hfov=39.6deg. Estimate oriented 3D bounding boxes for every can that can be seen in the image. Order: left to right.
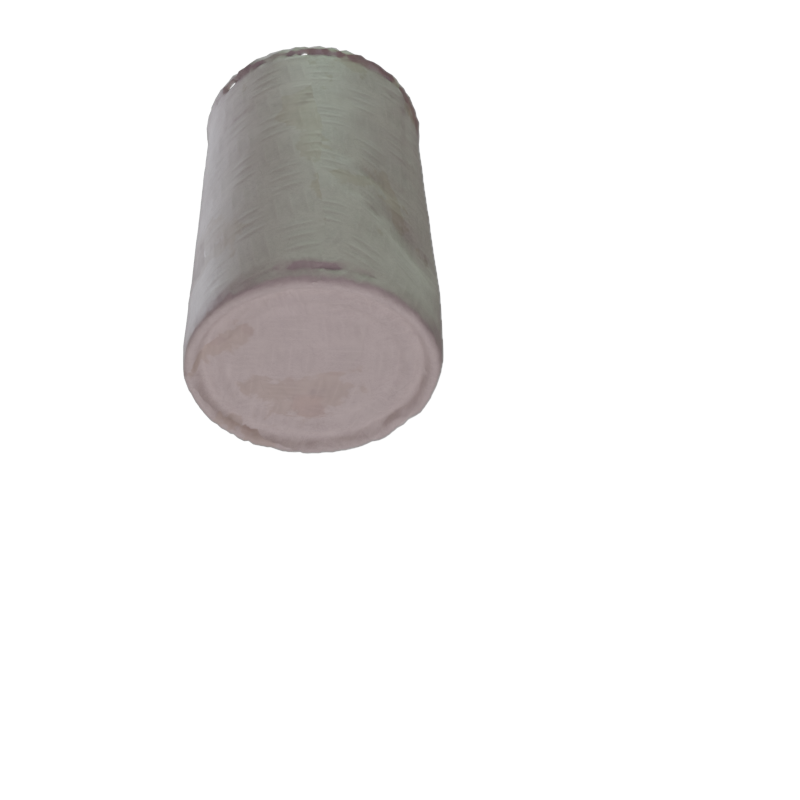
[{"bbox_3d":[-0.025,-0.045,0.318,0.068,0.110,0.064,-1,-44,-3],"label":"can"}]
